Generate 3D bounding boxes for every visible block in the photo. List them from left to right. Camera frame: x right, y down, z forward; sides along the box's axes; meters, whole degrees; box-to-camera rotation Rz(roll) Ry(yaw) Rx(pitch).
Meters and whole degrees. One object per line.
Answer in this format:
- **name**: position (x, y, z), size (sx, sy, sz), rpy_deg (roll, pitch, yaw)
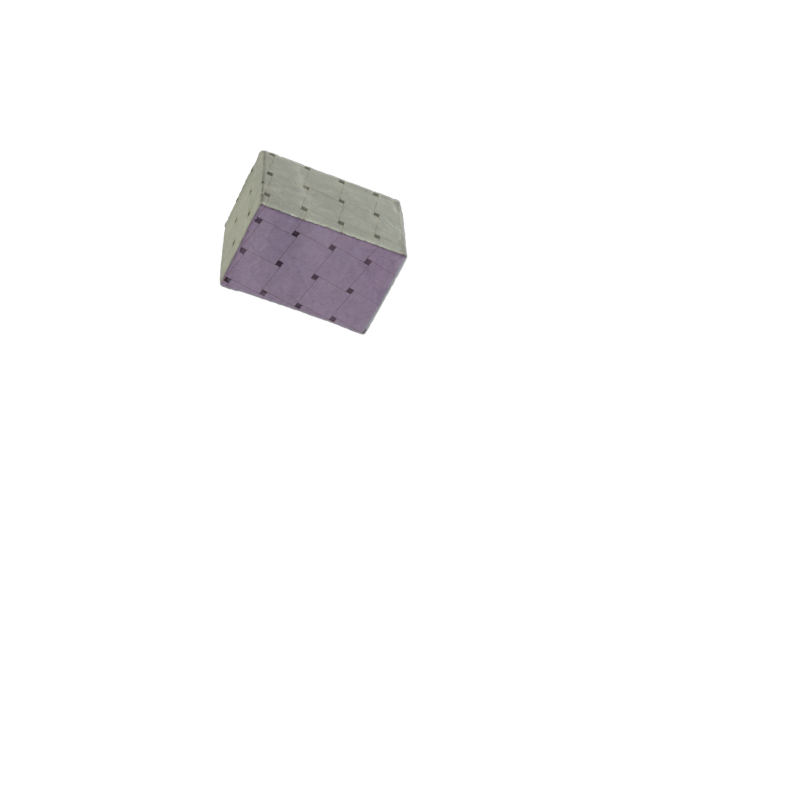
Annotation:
- **block**: position (-0.042, -0.077, 0.542), size (0.076, 0.051, 0.055), rpy_deg (19, 35, -16)
